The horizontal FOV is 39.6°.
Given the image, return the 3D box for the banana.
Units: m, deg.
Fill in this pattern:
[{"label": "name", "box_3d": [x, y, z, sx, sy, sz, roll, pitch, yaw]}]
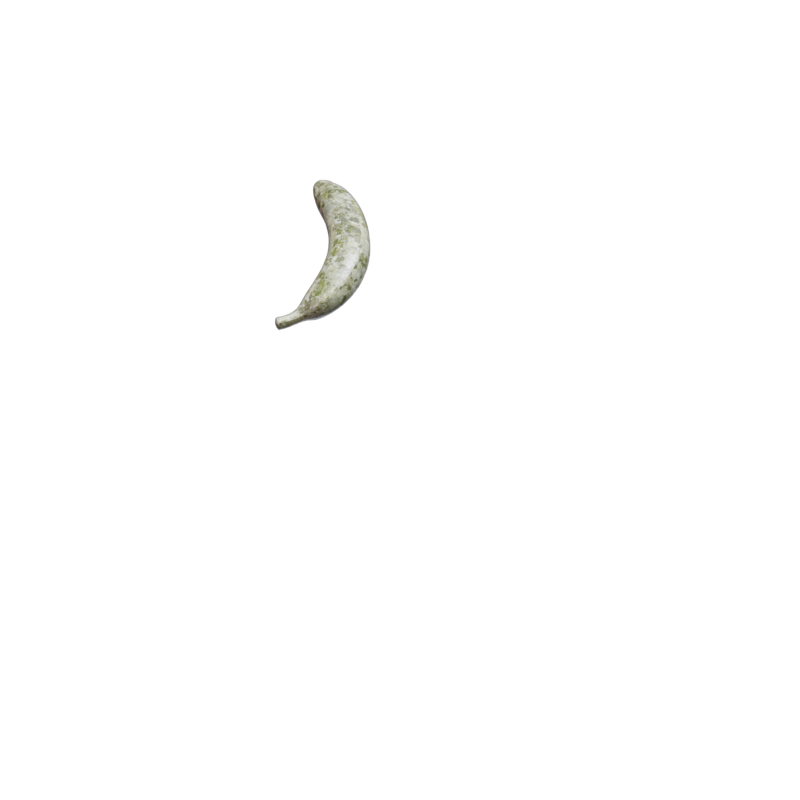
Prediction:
[{"label": "banana", "box_3d": [-0.060, -0.137, 0.993, 0.070, 0.034, 0.210, 5, 44, 5]}]
